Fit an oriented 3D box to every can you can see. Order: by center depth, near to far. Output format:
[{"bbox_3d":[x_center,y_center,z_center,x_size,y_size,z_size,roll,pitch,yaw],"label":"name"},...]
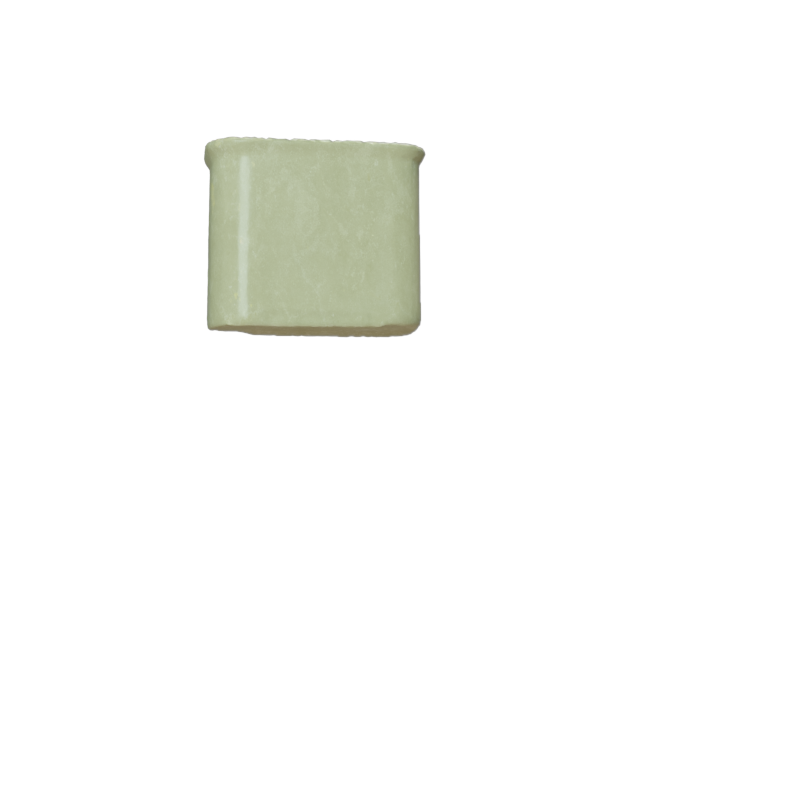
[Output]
[{"bbox_3d":[-0.040,-0.073,0.512,0.101,0.086,0.057,1,-7,-8],"label":"can"}]
